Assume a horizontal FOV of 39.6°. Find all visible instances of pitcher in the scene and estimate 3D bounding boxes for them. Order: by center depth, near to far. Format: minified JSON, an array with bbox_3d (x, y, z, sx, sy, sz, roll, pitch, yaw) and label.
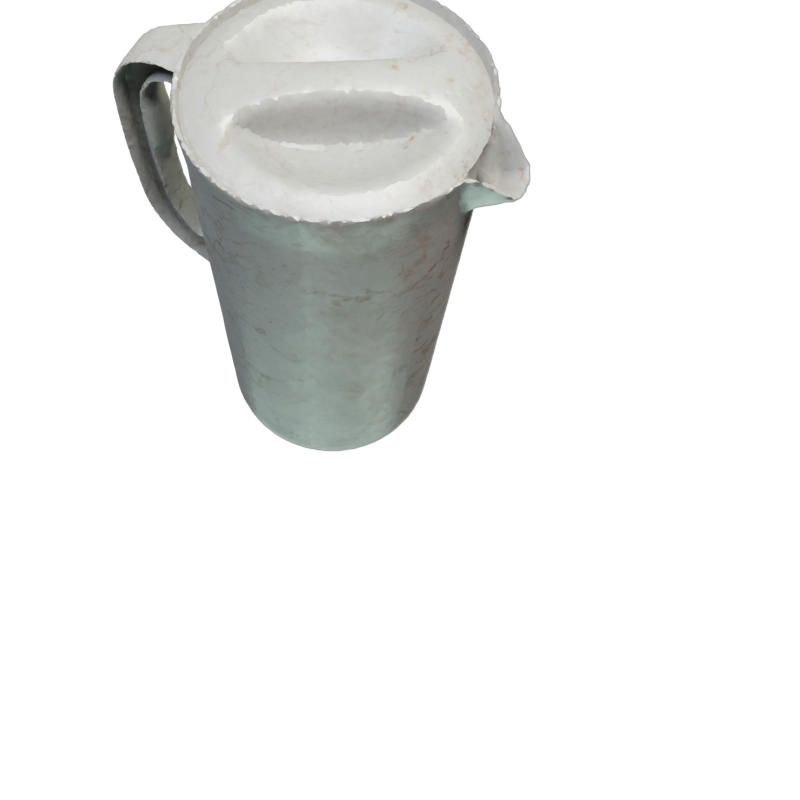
[{"bbox_3d":[-0.042,-0.077,0.538,0.144,0.160,0.228,-18,-28,-13],"label":"pitcher"}]
